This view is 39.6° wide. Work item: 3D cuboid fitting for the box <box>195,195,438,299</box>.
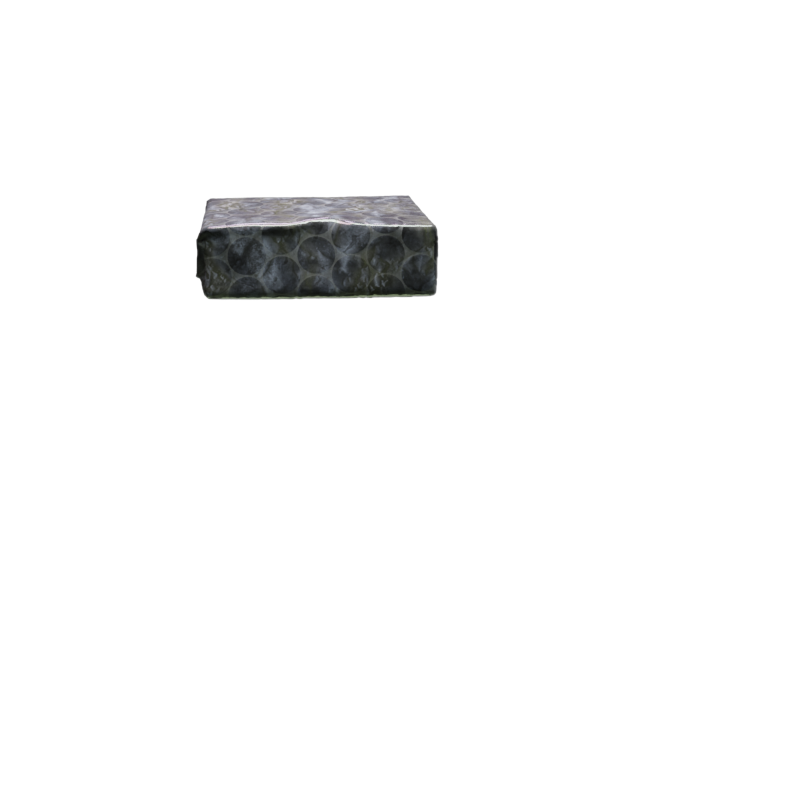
[{"bbox_3d":[-0.034,-0.063,0.439,0.089,0.029,0.076,-1,18,-5],"label":"box"}]
